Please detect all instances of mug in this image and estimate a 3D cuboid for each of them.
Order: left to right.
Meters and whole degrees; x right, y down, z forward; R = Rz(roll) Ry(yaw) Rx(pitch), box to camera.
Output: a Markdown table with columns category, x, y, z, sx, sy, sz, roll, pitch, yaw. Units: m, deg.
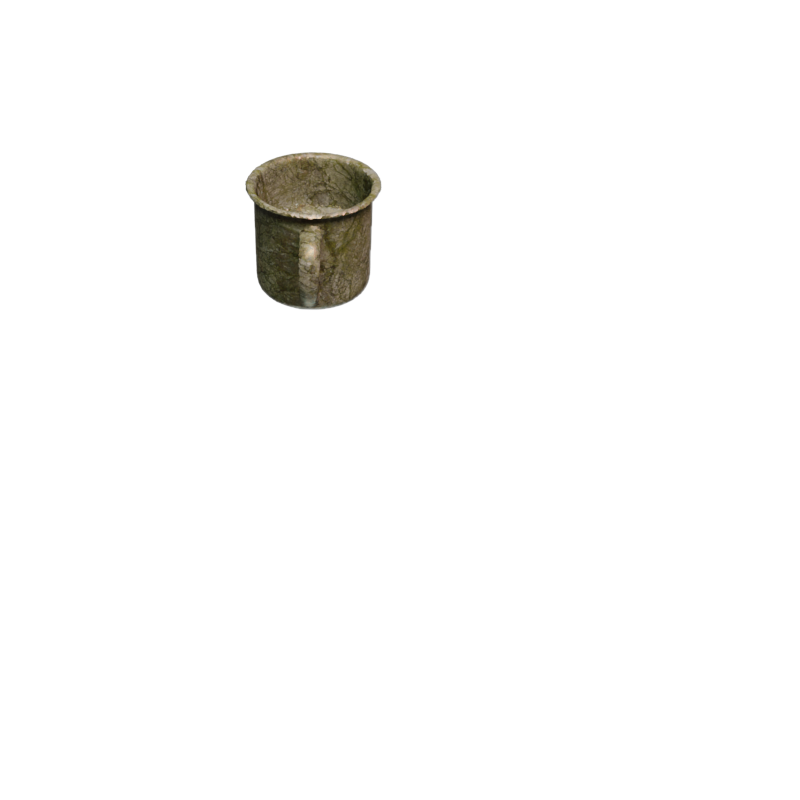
| category | x | y | z | sx | sy | sz | roll | pitch | yaw |
| --- | --- | --- | --- | --- | --- | --- | --- | --- | --- |
| mug | -0.060 | -0.110 | 0.769 | 0.093 | 0.076 | 0.125 | -1 | 36 | -3 |
